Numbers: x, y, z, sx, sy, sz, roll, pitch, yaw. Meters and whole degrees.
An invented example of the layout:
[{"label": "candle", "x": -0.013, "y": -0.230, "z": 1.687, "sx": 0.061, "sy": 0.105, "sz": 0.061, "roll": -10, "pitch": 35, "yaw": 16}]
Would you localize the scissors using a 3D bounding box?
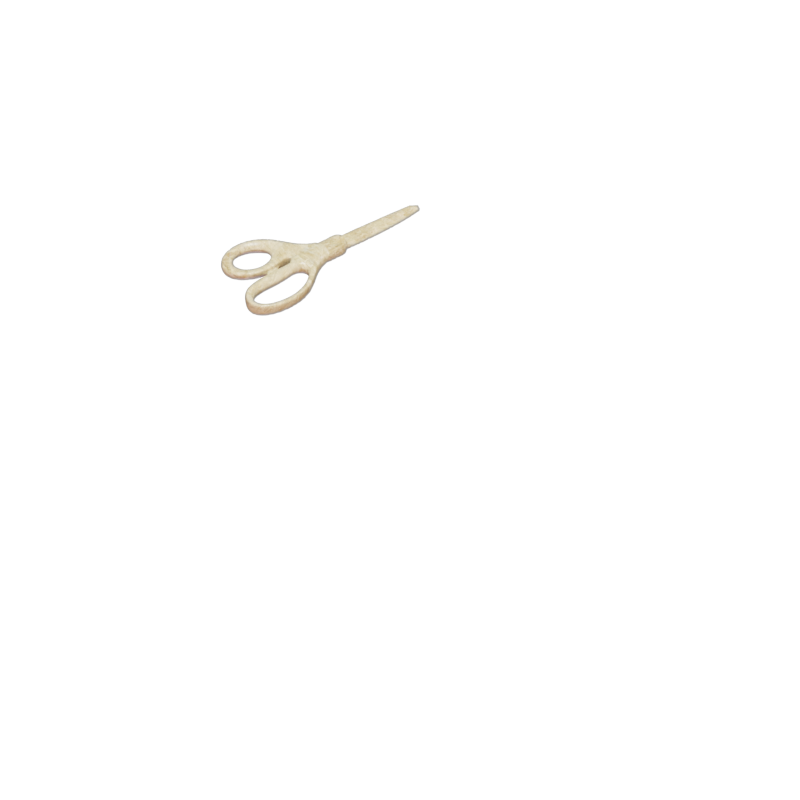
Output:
[{"label": "scissors", "x": -0.078, "y": -0.143, "z": 0.998, "sx": 0.101, "sy": 0.015, "sz": 0.205, "roll": 27, "pitch": 50, "yaw": 25}]
